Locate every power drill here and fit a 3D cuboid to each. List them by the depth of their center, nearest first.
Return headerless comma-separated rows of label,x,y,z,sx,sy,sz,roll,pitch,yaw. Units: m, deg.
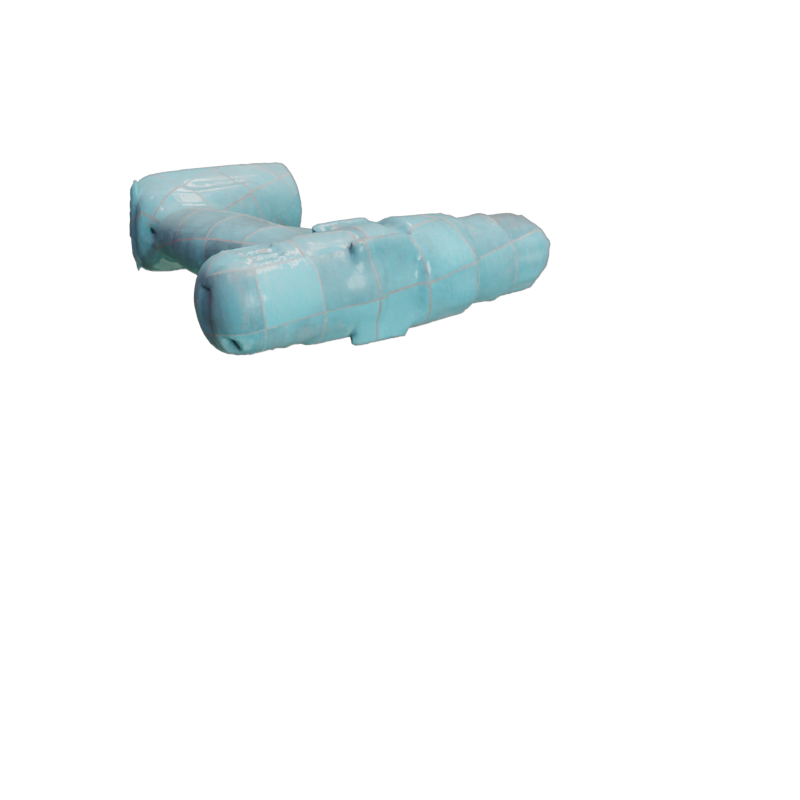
power drill,-0.044,-0.081,0.568,0.180,0.055,0.199,-12,23,-30
